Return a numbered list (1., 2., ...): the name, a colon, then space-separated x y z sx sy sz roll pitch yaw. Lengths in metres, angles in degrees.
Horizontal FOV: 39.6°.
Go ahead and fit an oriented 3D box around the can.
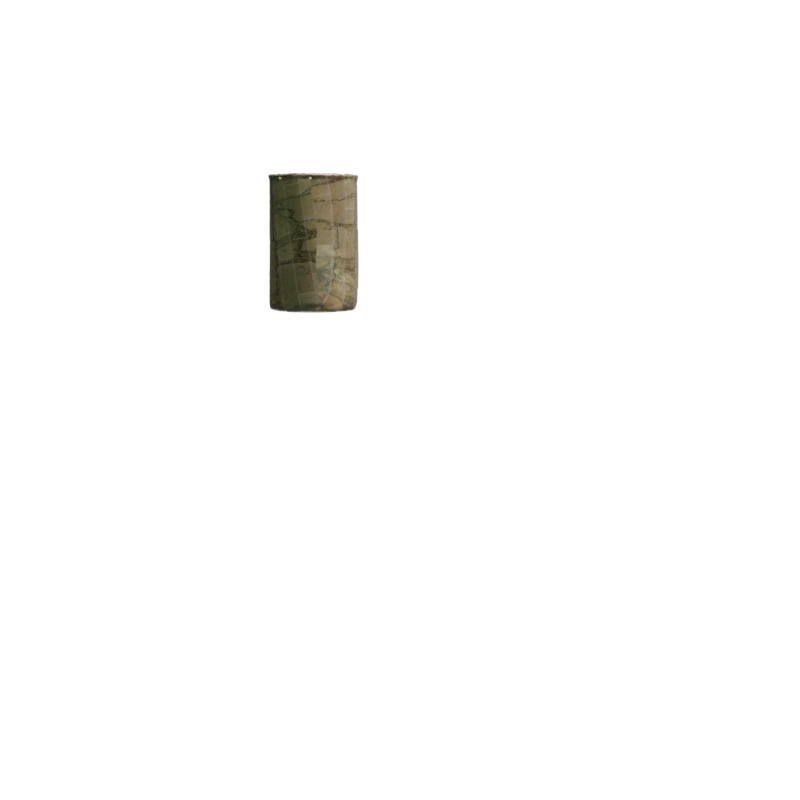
1. can: -0.066 -0.120 0.840 0.068 0.101 0.069 0 4 -2
